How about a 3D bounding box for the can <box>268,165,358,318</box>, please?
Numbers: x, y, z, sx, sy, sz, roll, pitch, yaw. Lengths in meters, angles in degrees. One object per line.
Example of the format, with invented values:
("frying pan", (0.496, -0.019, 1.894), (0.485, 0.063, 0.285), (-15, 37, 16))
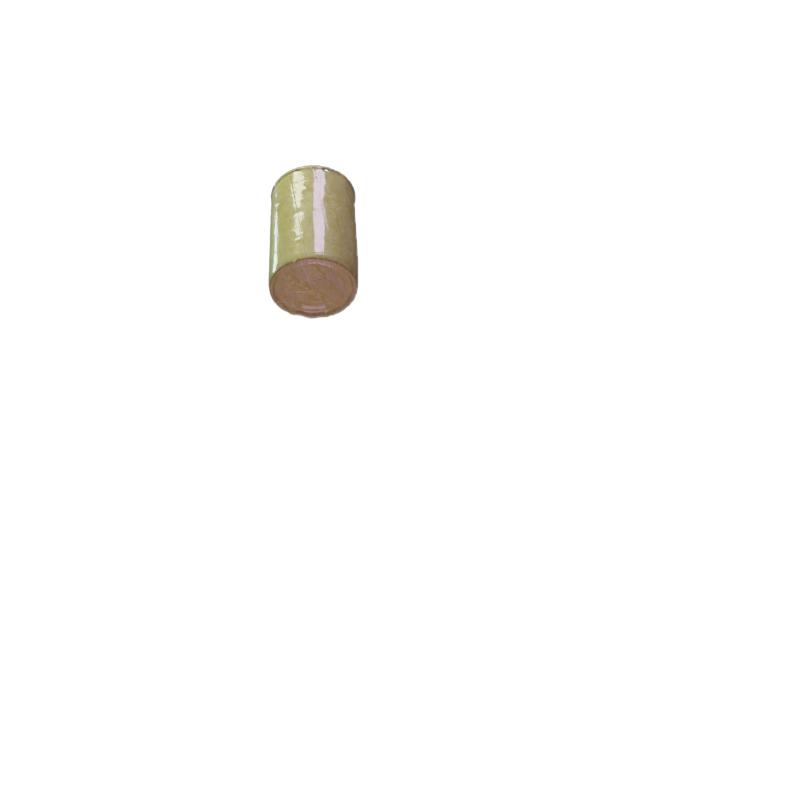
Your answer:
("can", (-0.067, -0.121, 0.851), (0.068, 0.110, 0.064), (-1, -41, -3))
